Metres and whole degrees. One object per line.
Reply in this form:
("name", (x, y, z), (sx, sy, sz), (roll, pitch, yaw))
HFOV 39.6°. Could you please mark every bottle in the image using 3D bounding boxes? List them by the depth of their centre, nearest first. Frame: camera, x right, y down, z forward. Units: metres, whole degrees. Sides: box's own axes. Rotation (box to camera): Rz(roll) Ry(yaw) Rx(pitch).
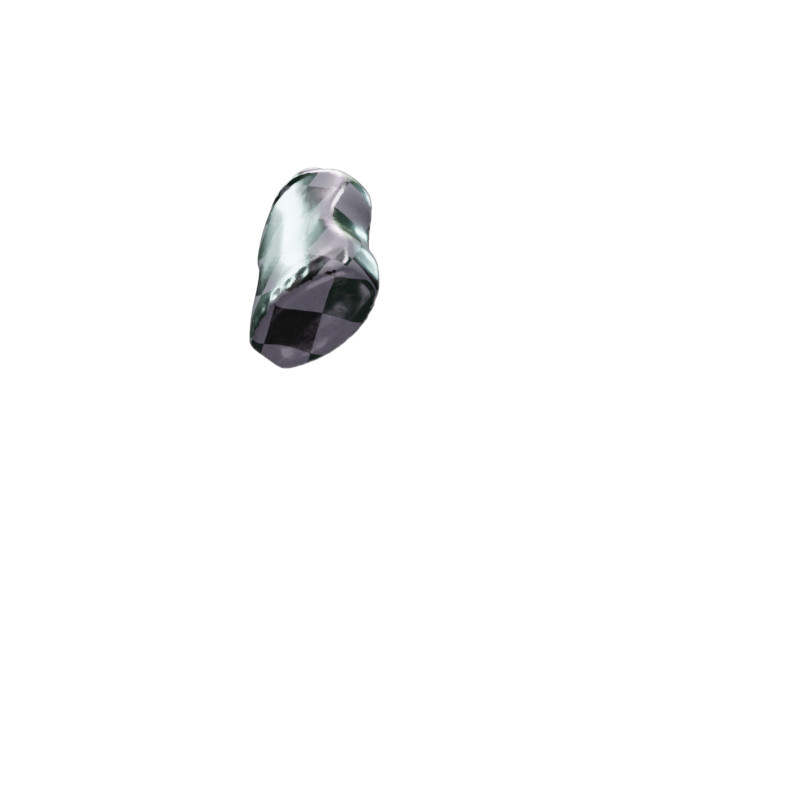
("bottle", (-0.062, -0.113, 0.795), (0.055, 0.205, 0.095), (36, -62, -28))
